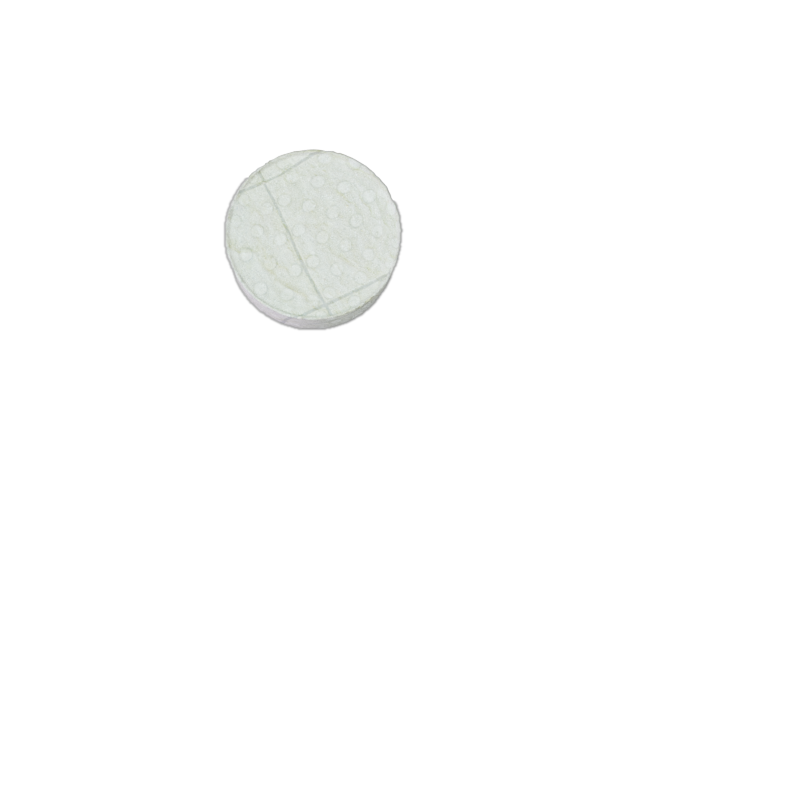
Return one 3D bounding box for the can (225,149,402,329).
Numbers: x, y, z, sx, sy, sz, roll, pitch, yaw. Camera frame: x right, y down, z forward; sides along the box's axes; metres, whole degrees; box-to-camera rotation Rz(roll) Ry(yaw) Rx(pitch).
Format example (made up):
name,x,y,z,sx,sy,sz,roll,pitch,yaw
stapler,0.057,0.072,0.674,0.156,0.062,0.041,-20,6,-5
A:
name,x,y,z,sx,sy,sz,roll,pitch,yaw
can,-0.043,-0.079,0.551,0.086,0.089,0.032,0,-14,-1
